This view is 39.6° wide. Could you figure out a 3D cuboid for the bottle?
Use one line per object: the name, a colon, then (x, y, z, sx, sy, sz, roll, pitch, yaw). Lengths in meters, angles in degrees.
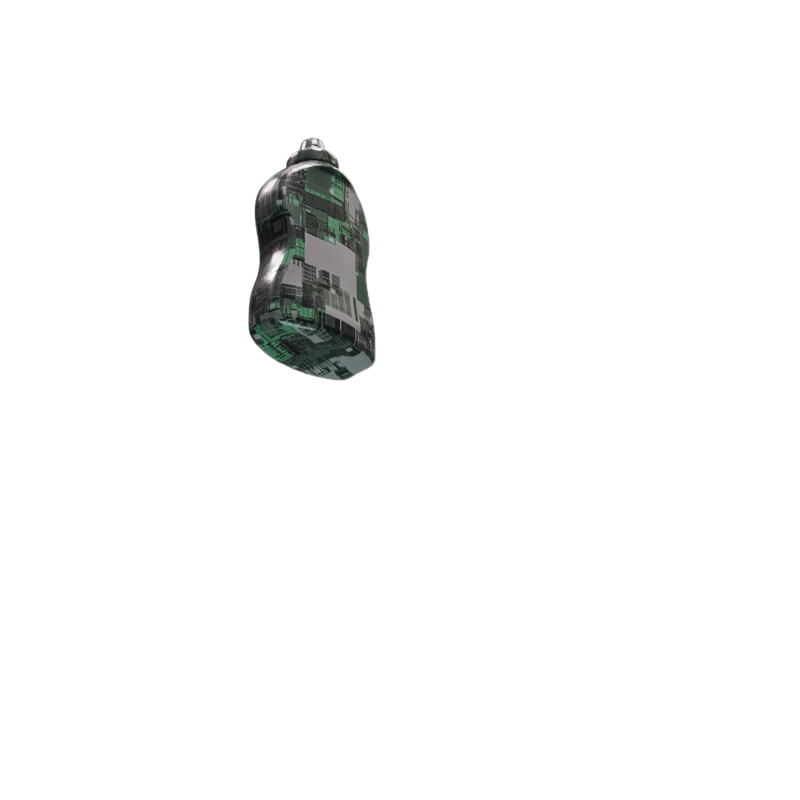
bottle: (-0.064, -0.116, 0.812, 0.090, 0.205, 0.058, 25, -42, -35)
